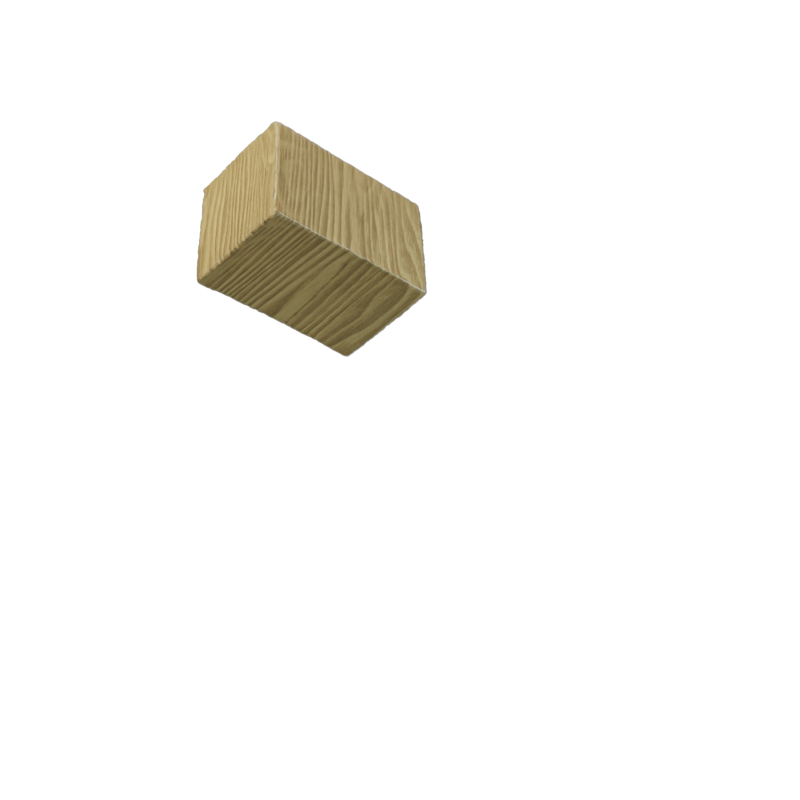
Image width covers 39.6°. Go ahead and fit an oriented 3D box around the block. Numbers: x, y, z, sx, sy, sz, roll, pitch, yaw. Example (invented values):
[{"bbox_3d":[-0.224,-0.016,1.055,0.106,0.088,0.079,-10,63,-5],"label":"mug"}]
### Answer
[{"bbox_3d":[-0.035,-0.064,0.446,0.074,0.055,0.052,28,-48,-30],"label":"block"}]
